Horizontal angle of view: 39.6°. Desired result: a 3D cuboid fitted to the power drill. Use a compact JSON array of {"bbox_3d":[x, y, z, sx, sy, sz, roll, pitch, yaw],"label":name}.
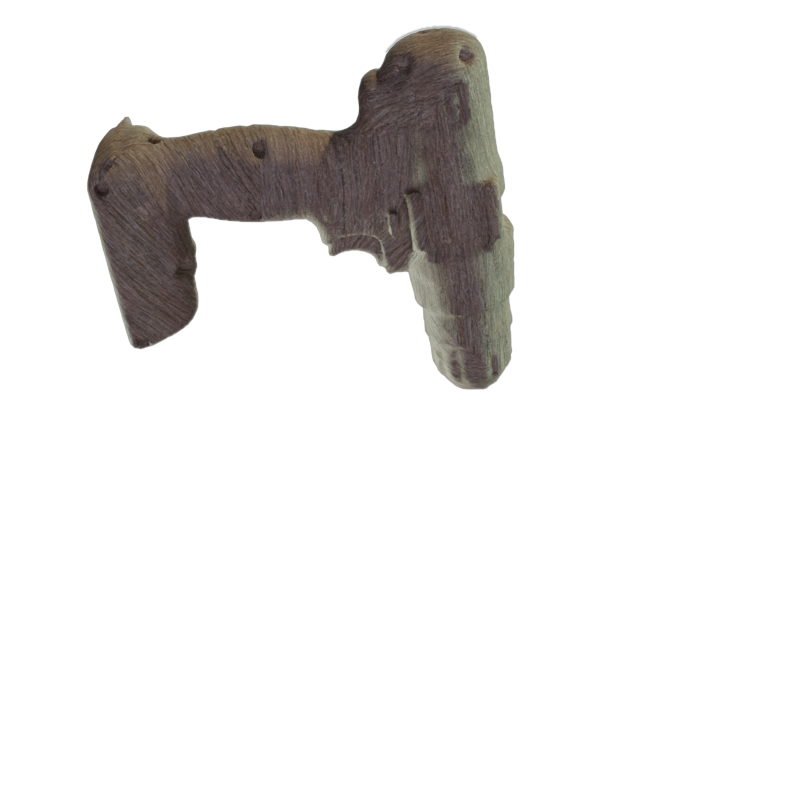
[{"bbox_3d":[-0.041,-0.075,0.525,0.188,0.173,0.061,-8,28,4],"label":"power drill"}]
